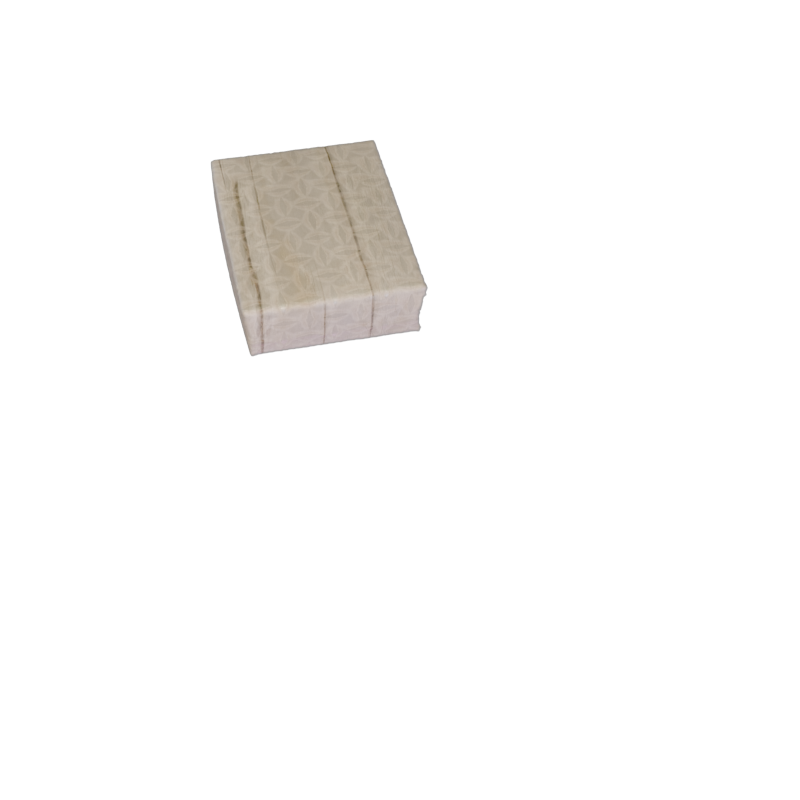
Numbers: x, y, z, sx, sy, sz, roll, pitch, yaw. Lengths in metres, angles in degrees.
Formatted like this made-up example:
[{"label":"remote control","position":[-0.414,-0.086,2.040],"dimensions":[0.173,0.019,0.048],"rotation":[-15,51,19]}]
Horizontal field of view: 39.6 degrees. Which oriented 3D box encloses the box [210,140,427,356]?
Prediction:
[{"label":"box","position":[-0.044,-0.081,0.566],"dimensions":[0.089,0.123,0.036],"rotation":[-10,-38,-8]}]
